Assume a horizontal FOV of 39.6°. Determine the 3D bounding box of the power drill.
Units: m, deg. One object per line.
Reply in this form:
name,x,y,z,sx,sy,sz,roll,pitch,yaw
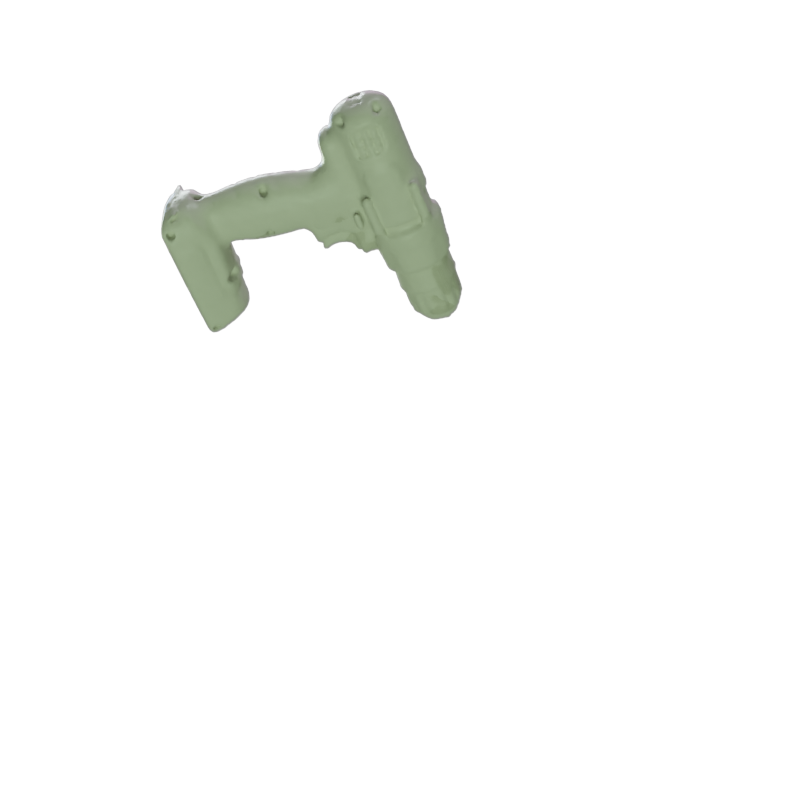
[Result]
power drill,-0.062,-0.114,0.798,0.188,0.173,0.061,-19,27,10
